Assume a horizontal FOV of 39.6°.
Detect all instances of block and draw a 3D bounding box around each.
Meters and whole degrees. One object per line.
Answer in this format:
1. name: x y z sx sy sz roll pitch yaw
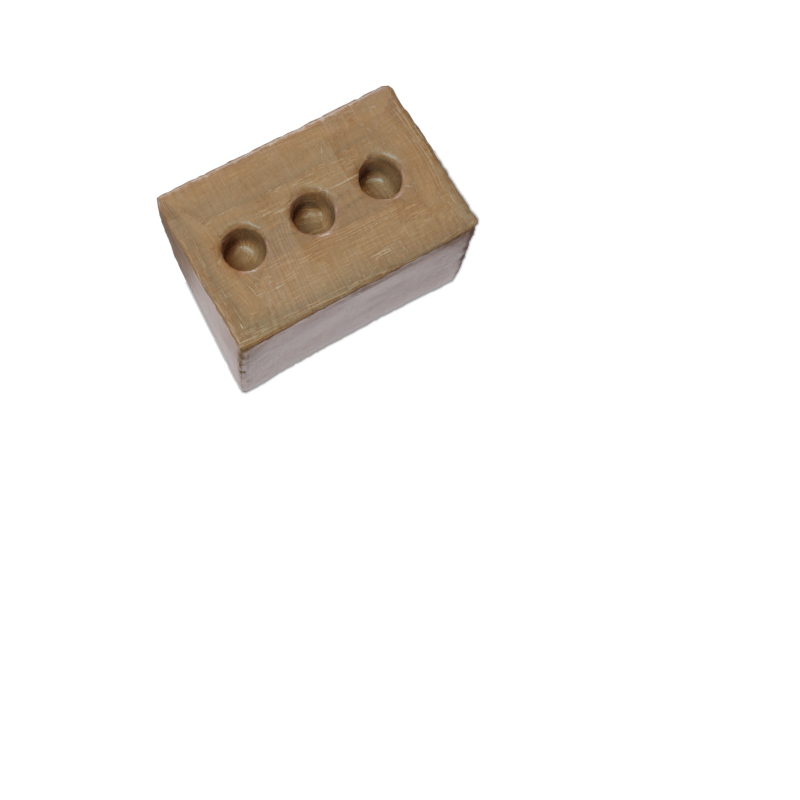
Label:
1. block: -0.026 -0.047 0.331 0.078 0.055 0.049 -29 -13 -9
